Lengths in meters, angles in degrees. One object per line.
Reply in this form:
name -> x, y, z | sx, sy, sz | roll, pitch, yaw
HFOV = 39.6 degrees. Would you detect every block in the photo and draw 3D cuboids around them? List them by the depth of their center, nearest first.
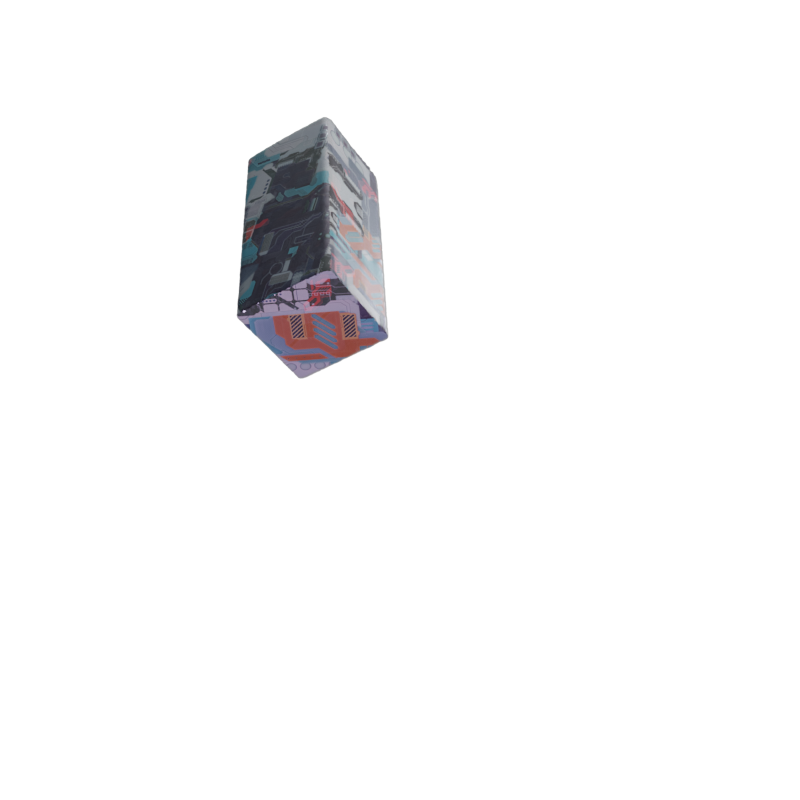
block -> -0.074, -0.136, 0.946 | 0.090, 0.221, 0.084 | -26, -50, 20
